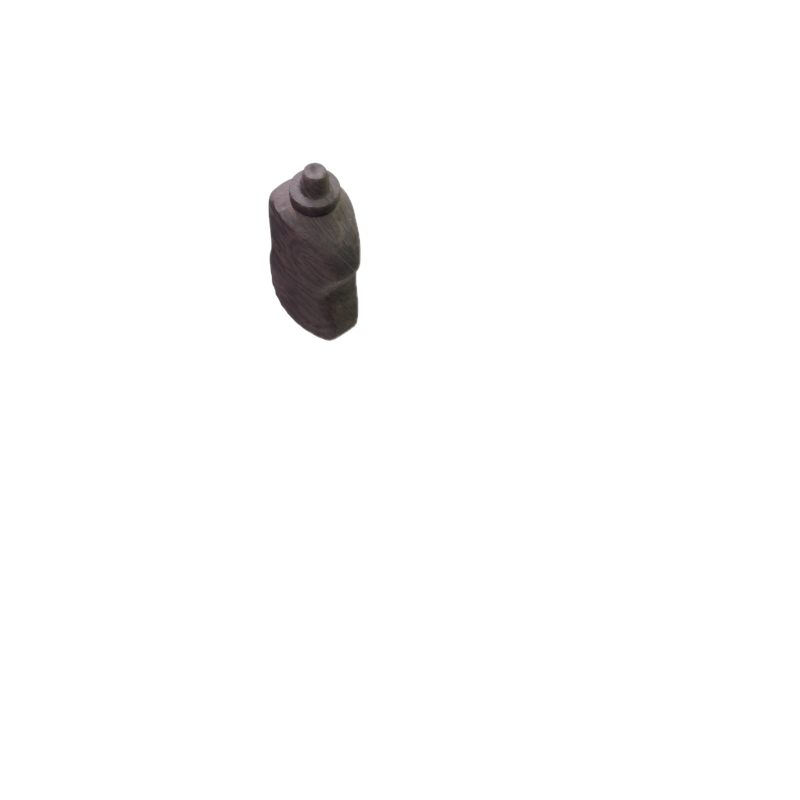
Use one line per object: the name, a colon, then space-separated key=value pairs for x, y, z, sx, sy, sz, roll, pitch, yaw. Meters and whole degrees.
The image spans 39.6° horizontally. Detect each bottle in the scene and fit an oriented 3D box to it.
bottle: x=-0.073 y=-0.133 z=0.932 sx=0.058 sy=0.102 sz=0.180 roll=-30 pitch=-23 yaw=-19
